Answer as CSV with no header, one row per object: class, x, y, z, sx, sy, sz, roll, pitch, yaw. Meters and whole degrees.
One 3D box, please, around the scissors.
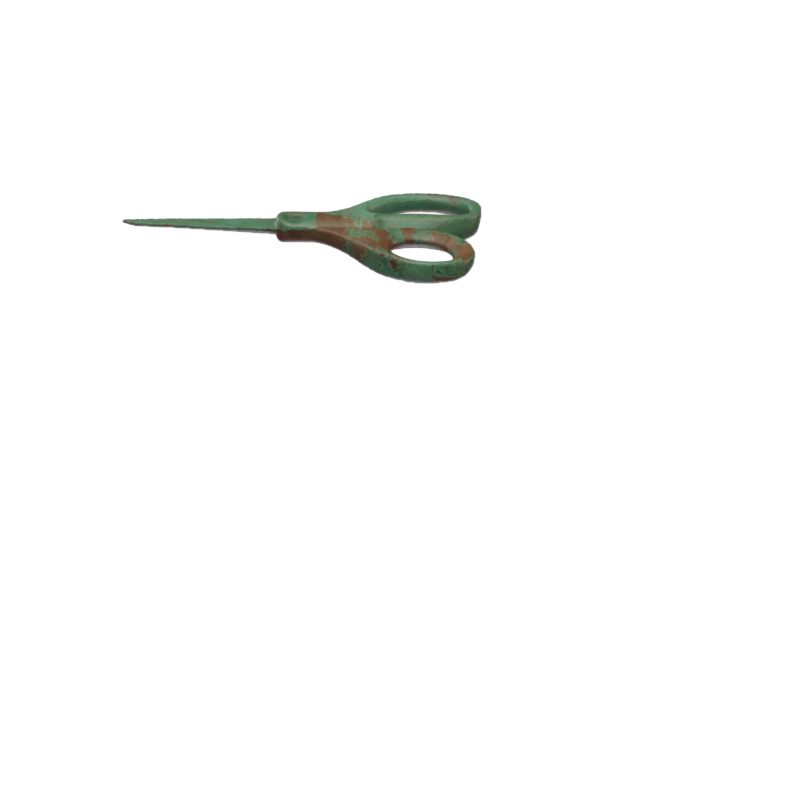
scissors,-0.048,-0.087,0.608,0.199,0.015,0.103,-7,34,-11
